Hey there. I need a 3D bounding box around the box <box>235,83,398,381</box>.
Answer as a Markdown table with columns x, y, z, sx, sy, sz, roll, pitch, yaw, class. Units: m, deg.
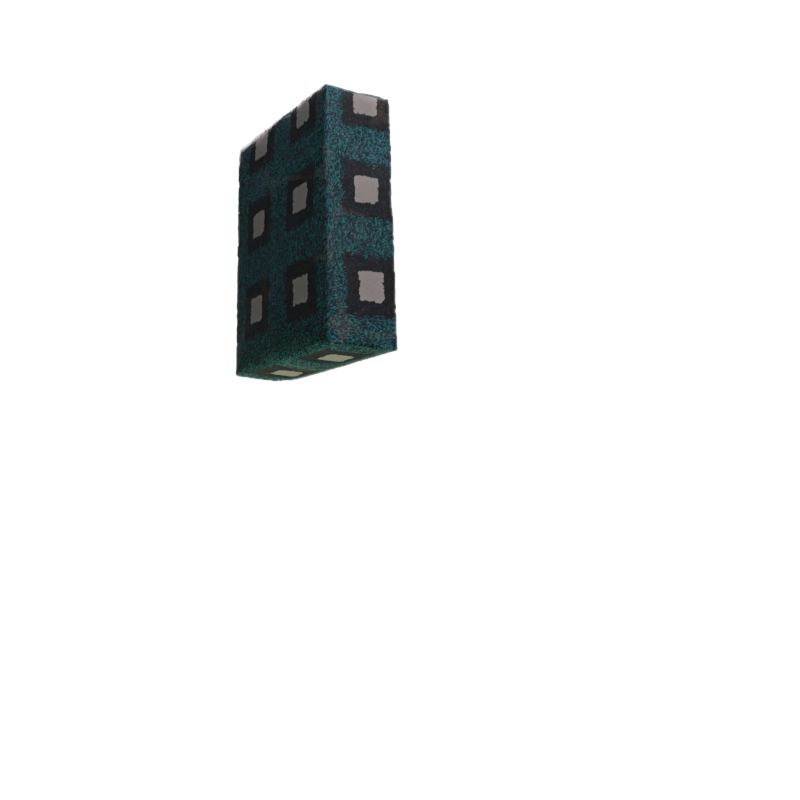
| x | y | z | sx | sy | sz | roll | pitch | yaw | class |
| --- | --- | --- | --- | --- | --- | --- | --- | --- | --- |
| -0.073 | -0.133 | 0.935 | 0.069 | 0.222 | 0.165 | 9 | -17 | -32 | box |
